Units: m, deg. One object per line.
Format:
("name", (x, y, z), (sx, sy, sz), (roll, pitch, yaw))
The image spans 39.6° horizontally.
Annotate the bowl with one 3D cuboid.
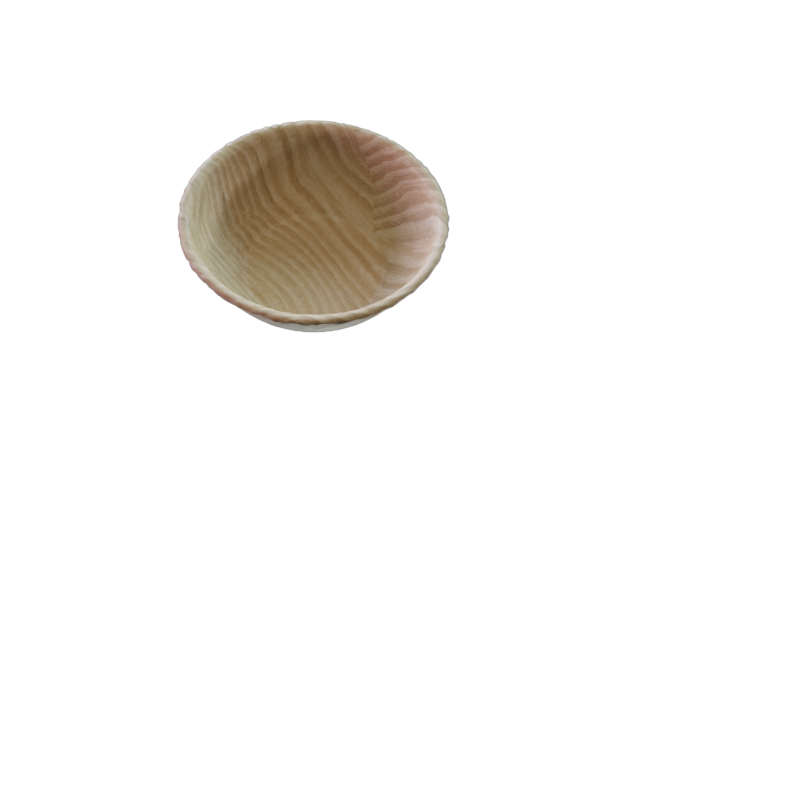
("bowl", (-0.053, -0.097, 0.680), (0.162, 0.174, 0.051), (-1, -37, -1))
